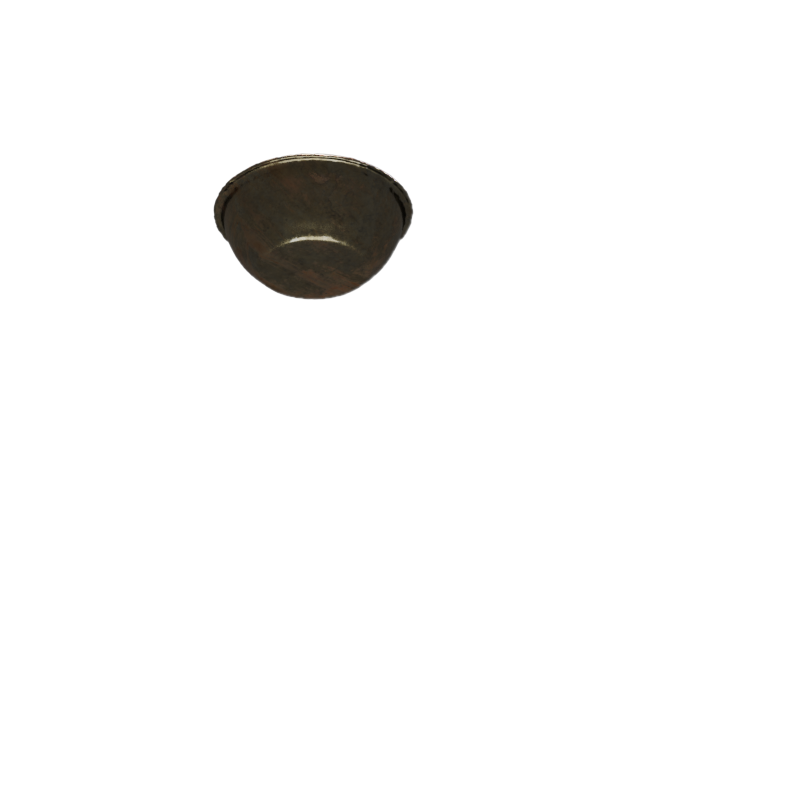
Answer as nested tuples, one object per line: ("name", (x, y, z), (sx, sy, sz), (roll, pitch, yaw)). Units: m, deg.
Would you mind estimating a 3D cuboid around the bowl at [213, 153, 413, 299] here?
("bowl", (-0.069, -0.126, 0.886), (0.162, 0.059, 0.152), (1, -28, -2))
